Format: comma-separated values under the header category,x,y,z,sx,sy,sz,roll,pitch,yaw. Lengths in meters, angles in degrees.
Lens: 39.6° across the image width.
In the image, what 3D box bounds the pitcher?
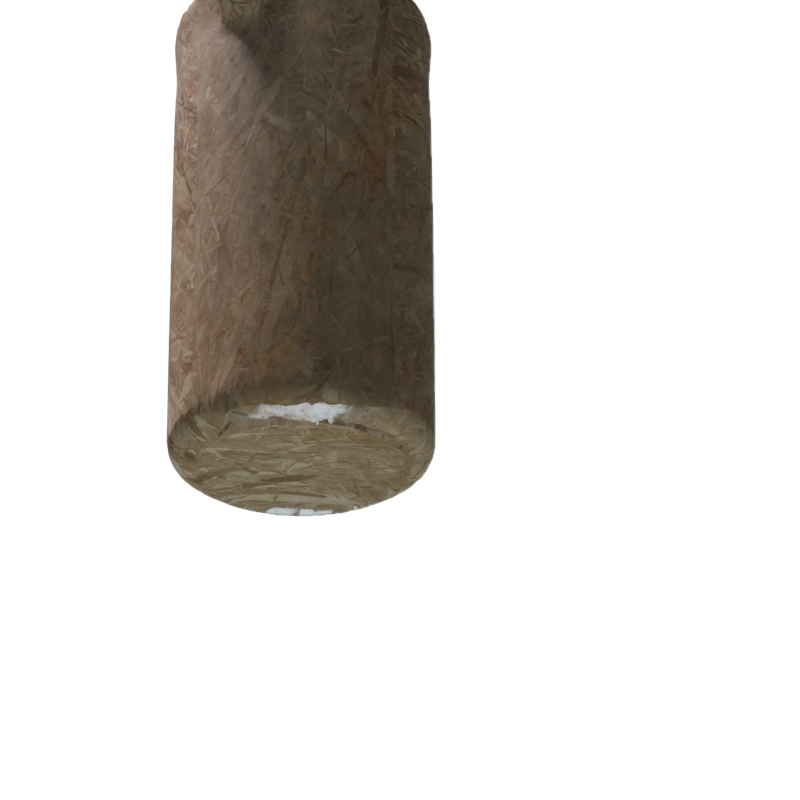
category,x,y,z,sx,sy,sz,roll,pitch,yaw
pitcher,-0.041,-0.074,0.518,0.144,0.260,0.140,12,-35,-21
